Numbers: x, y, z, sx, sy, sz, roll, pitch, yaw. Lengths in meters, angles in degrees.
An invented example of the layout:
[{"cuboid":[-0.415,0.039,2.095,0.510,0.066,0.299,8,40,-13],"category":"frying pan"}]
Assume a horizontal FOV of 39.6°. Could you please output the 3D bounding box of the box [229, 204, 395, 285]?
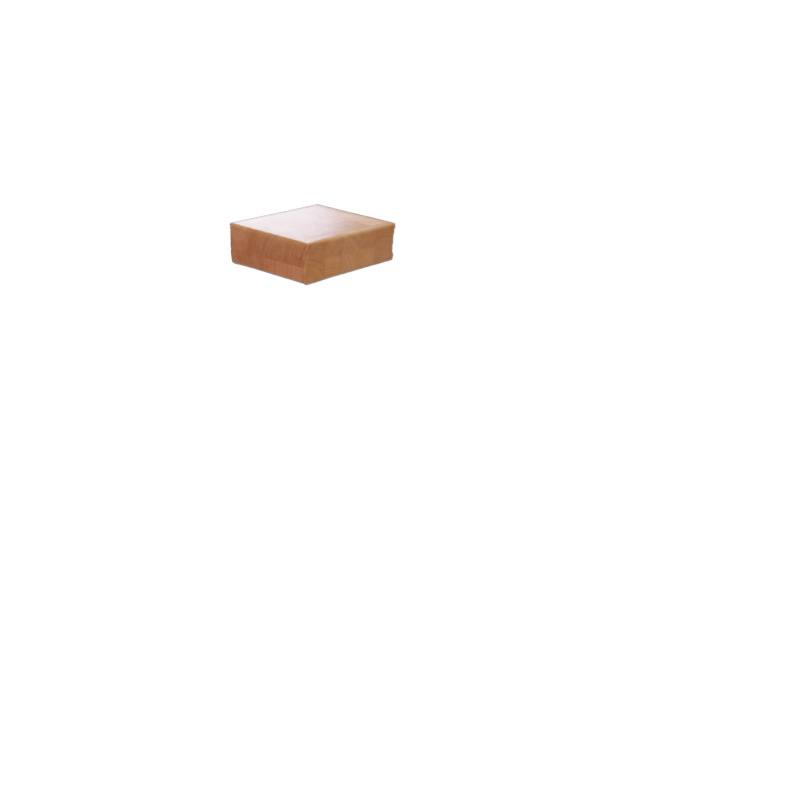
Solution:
[{"cuboid":[-0.073,-0.133,0.929,0.095,0.037,0.112,18,28,36],"category":"box"}]
